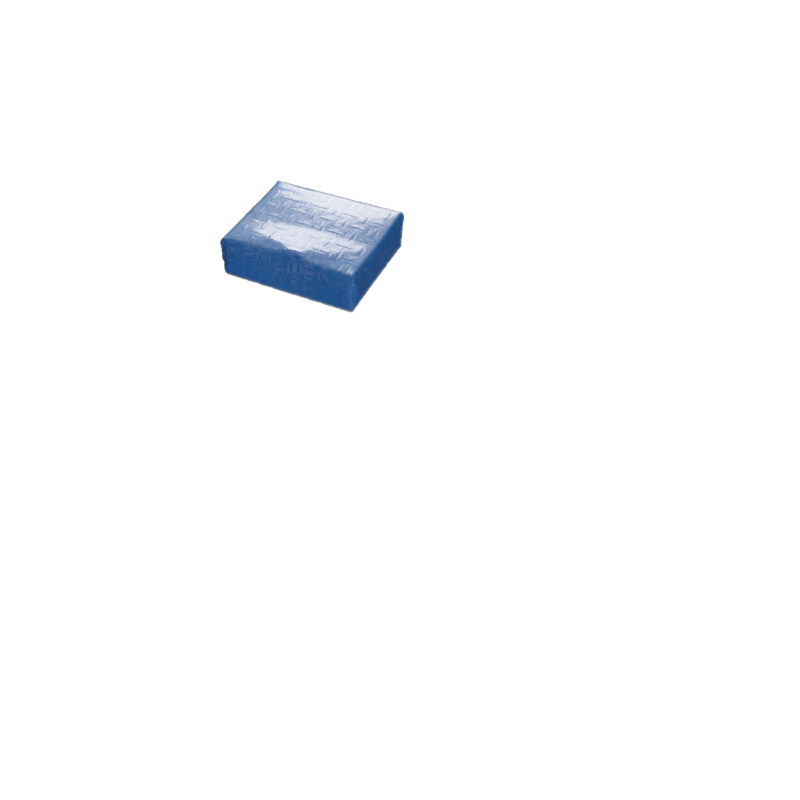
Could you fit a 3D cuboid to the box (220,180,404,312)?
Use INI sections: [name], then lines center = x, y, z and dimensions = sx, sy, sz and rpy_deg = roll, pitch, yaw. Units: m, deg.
[box]
center = -0.053, -0.096, 0.671
dimensions = 0.093, 0.028, 0.075
rpy_deg = 17, 43, 19
